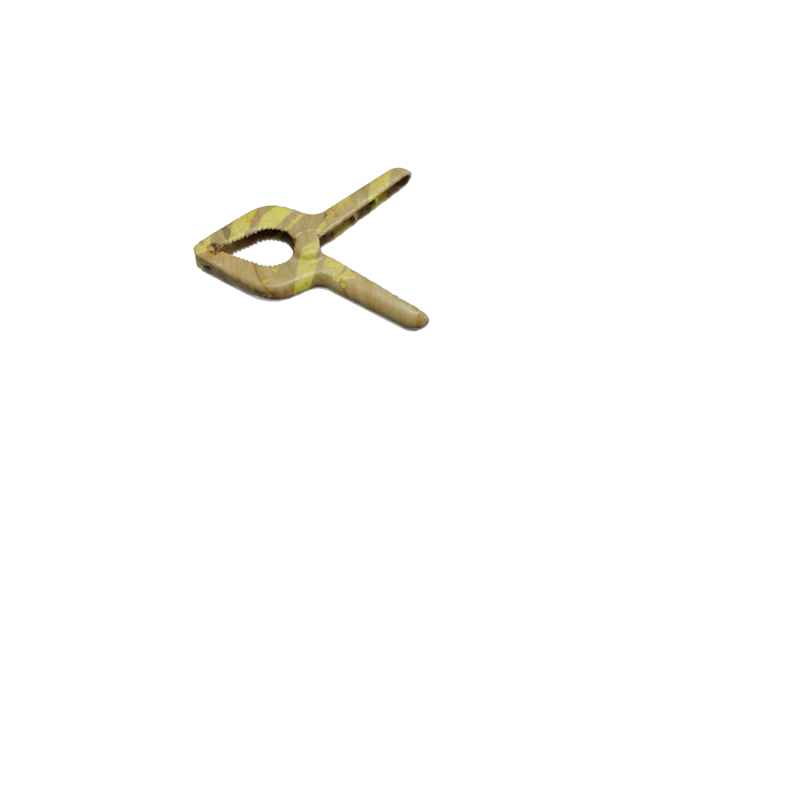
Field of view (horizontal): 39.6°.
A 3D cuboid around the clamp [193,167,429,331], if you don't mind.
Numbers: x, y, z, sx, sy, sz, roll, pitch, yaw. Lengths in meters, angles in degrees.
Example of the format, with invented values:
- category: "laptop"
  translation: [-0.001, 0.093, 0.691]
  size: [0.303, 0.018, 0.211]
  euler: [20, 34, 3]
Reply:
- category: "clamp"
  translation: [-0.078, -0.143, 0.999]
  size: [0.210, 0.175, 0.034]
  euler: [3, -29, 1]
